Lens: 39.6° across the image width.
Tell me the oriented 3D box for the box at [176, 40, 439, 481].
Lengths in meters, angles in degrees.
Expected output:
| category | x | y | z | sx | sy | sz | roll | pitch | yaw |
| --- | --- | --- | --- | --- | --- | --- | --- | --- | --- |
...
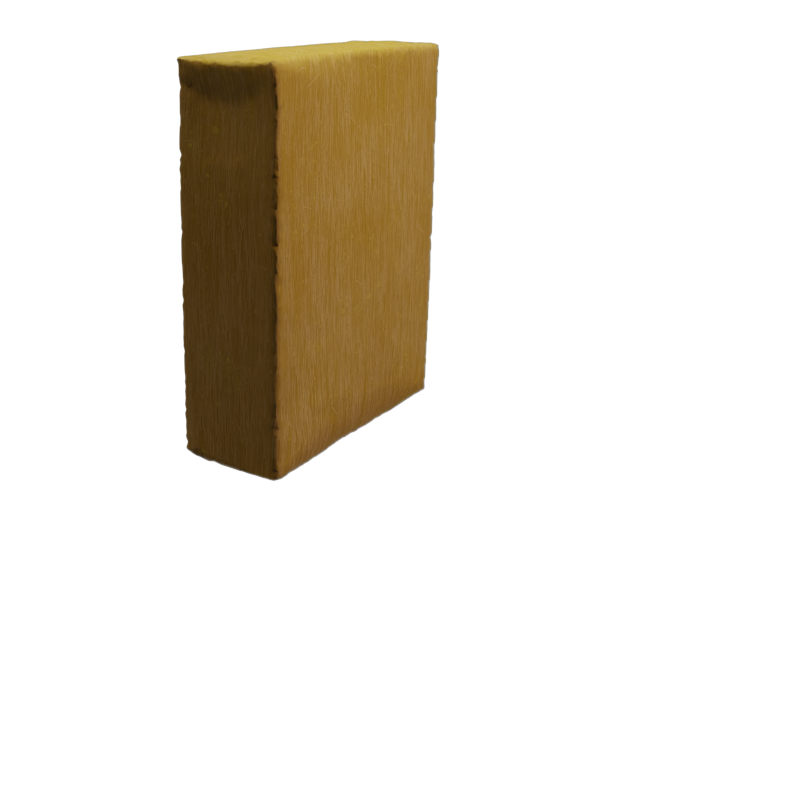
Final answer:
| category | x | y | z | sx | sy | sz | roll | pitch | yaw |
| --- | --- | --- | --- | --- | --- | --- | --- | --- | --- |
| box | -0.048 | -0.088 | 0.616 | 0.075 | 0.207 | 0.163 | 9 | 18 | 29 |
